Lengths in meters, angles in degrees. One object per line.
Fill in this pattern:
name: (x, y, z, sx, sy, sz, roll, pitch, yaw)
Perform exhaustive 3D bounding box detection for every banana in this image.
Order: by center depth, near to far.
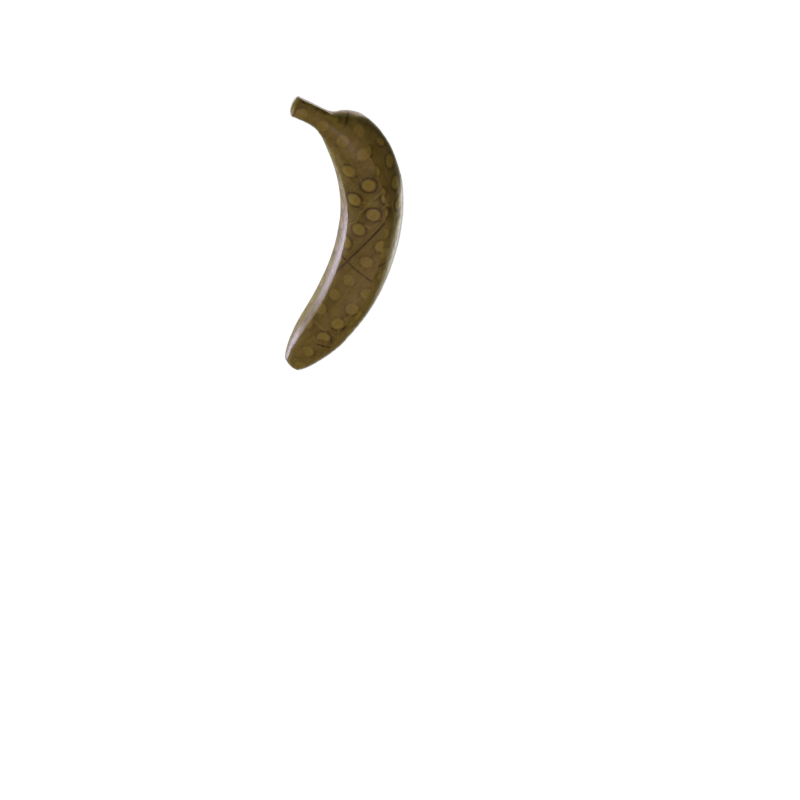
banana: (-0.034, -0.099, 0.675, 0.069, 0.185, 0.039, 3, 36, -3)
